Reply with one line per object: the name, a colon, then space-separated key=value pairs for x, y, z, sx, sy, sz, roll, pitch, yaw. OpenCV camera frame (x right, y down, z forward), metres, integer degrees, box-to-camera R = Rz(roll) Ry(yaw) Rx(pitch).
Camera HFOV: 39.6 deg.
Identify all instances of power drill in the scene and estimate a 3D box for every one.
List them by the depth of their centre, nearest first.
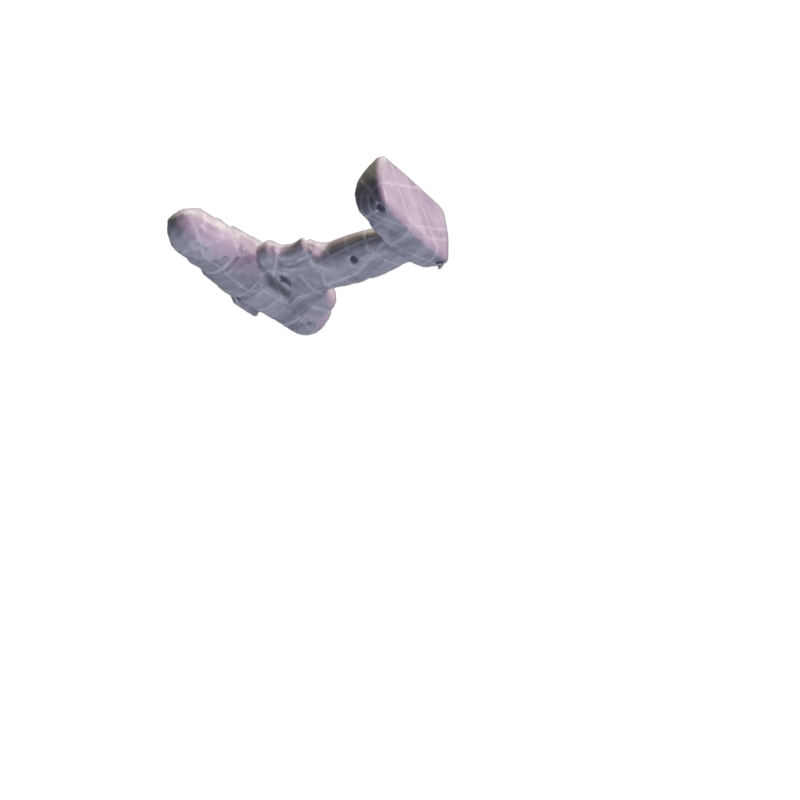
power drill: x=-0.071 y=-0.129 z=0.901 sx=0.189 sy=0.061 sz=0.171 roll=-19 pitch=-34 yaw=31
